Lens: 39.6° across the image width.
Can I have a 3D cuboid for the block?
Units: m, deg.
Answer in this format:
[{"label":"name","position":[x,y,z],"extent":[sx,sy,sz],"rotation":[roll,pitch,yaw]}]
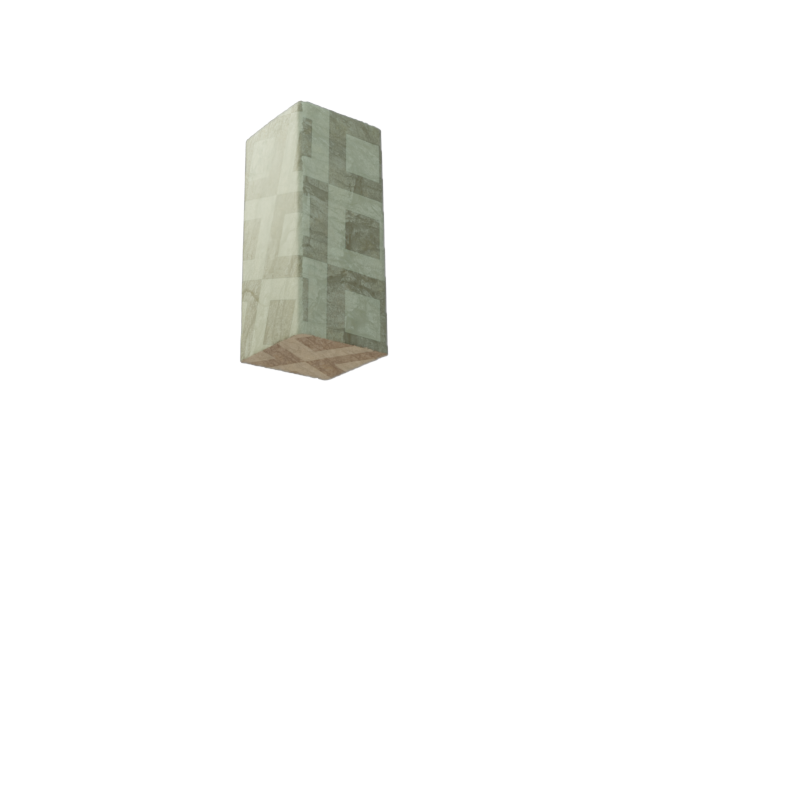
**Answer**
[{"label":"block","position":[-0.073,-0.134,0.934],"extent":[0.086,0.217,0.090],"rotation":[15,-28,-35]}]
